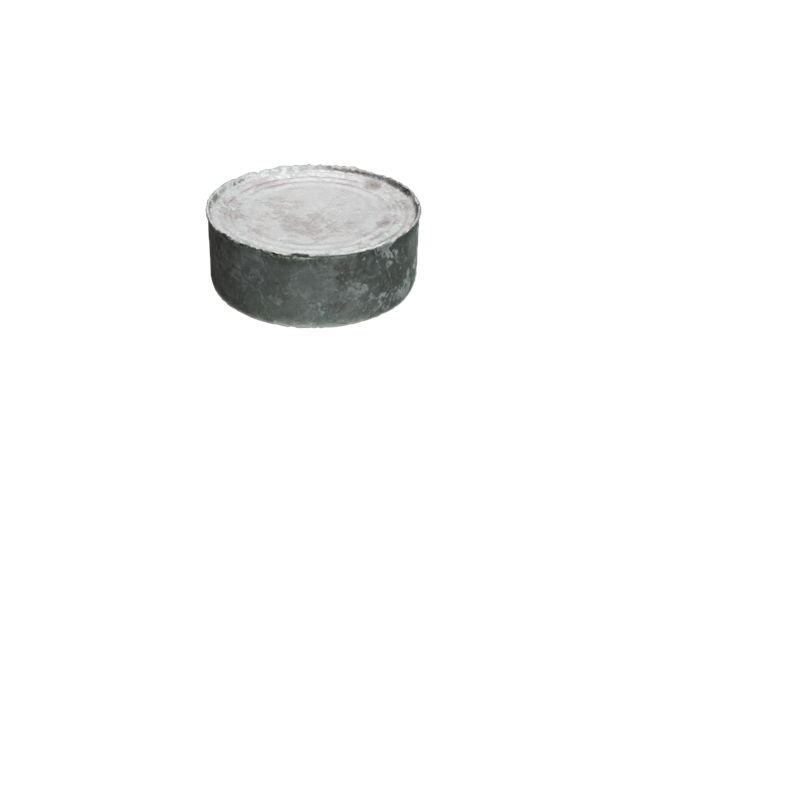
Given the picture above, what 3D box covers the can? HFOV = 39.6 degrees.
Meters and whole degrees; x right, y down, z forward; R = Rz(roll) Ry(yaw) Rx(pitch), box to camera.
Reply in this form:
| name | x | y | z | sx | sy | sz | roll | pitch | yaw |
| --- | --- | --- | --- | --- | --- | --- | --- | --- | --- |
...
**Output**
| name | x | y | z | sx | sy | sz | roll | pitch | yaw |
| --- | --- | --- | --- | --- | --- | --- | --- | --- | --- |
| can | -0.035 | -0.064 | 0.449 | 0.086 | 0.032 | 0.091 | -1 | 32 | -2 |
